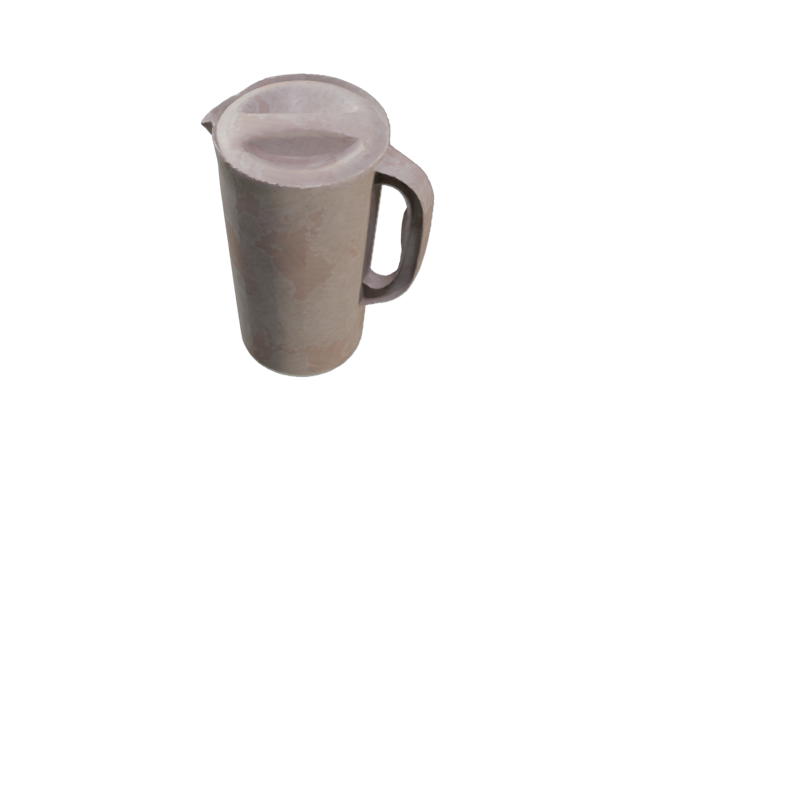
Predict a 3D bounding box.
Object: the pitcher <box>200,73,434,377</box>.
[{"bbox_3d":[-0.070,-0.128,0.895,0.143,0.161,0.226,-16,-38,-17],"label":"pitcher"}]
